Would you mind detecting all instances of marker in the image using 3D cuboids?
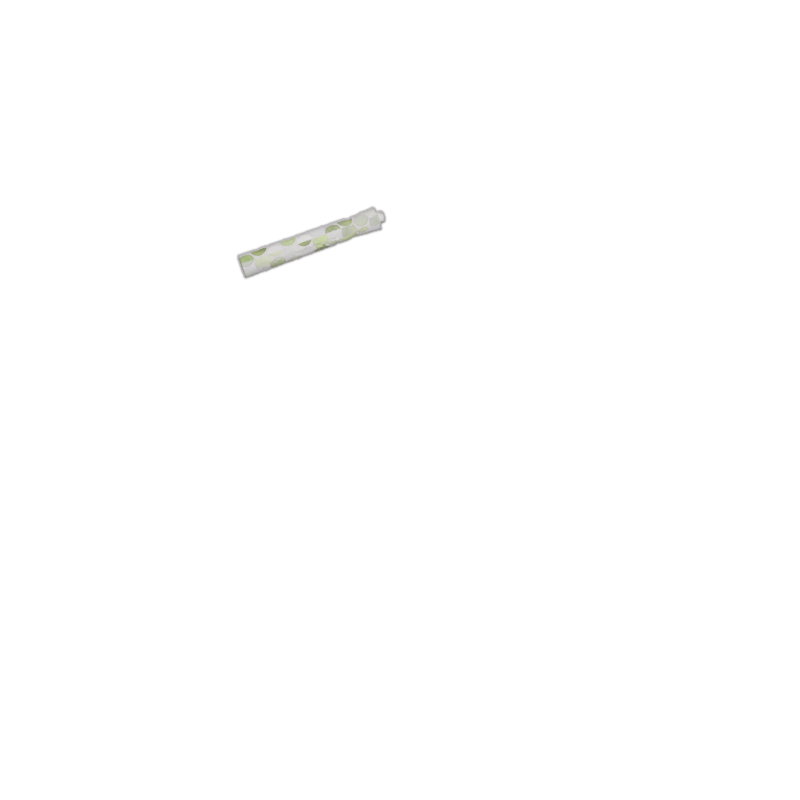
[{"bbox_3d":[-0.069,-0.126,0.879,0.120,0.020,0.020,-20,7,-6],"label":"marker"}]
